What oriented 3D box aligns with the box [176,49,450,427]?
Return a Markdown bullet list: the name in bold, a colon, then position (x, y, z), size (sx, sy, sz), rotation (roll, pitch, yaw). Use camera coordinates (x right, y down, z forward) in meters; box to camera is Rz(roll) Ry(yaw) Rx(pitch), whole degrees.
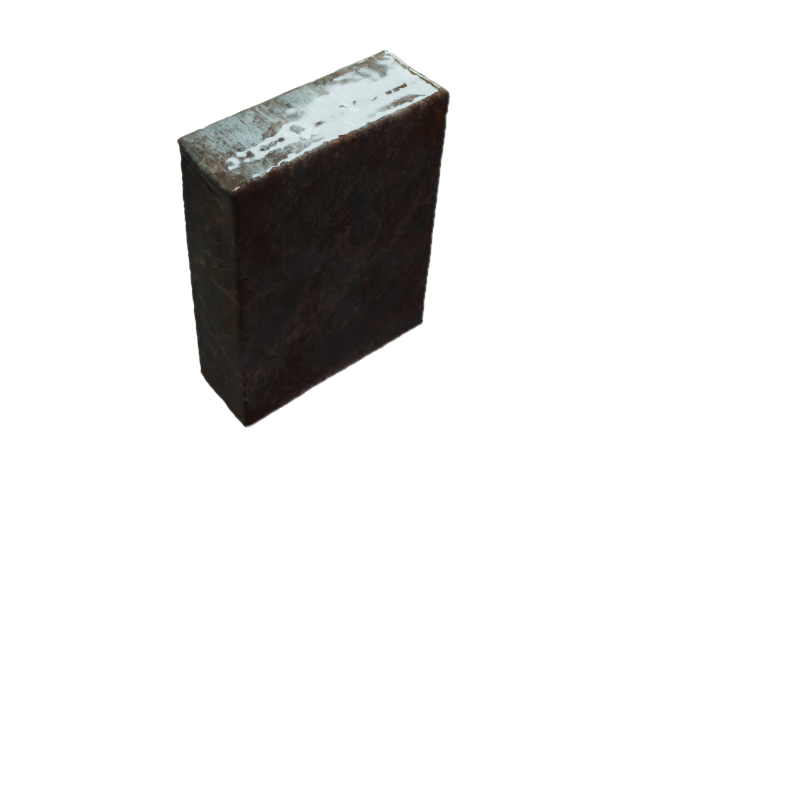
- **box**: position (-0.058, -0.105, 0.735), size (0.164, 0.199, 0.077), rotation (-30, 56, -27)
